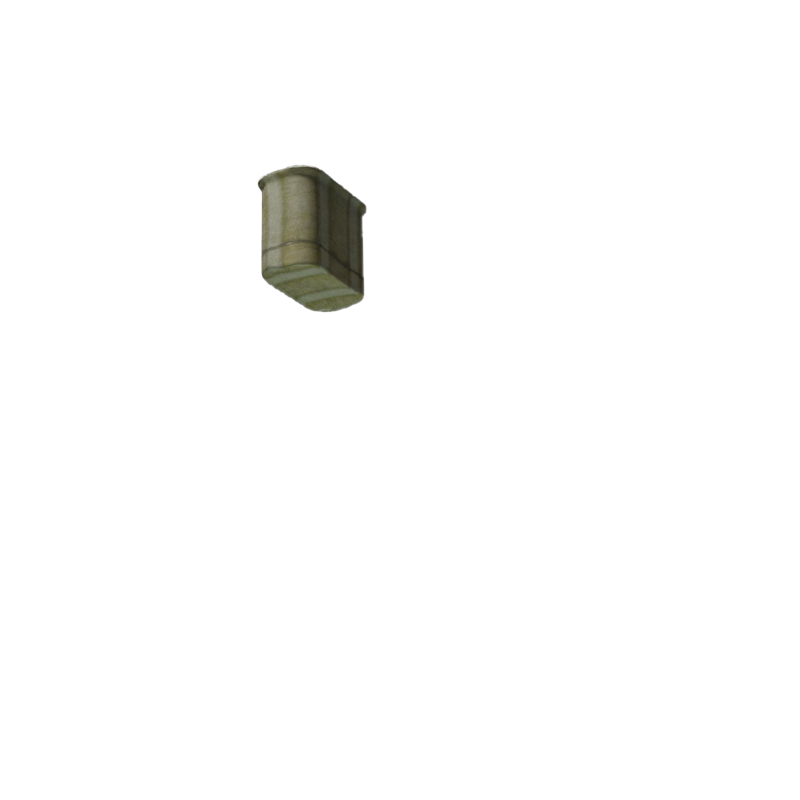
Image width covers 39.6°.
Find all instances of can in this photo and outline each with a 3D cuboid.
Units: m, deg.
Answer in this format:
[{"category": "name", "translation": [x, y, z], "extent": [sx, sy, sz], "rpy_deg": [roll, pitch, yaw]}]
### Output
[{"category": "can", "translation": [-0.069, -0.126, 0.881], "extent": [0.058, 0.088, 0.095], "rpy_deg": [-14, -25, 27]}]
